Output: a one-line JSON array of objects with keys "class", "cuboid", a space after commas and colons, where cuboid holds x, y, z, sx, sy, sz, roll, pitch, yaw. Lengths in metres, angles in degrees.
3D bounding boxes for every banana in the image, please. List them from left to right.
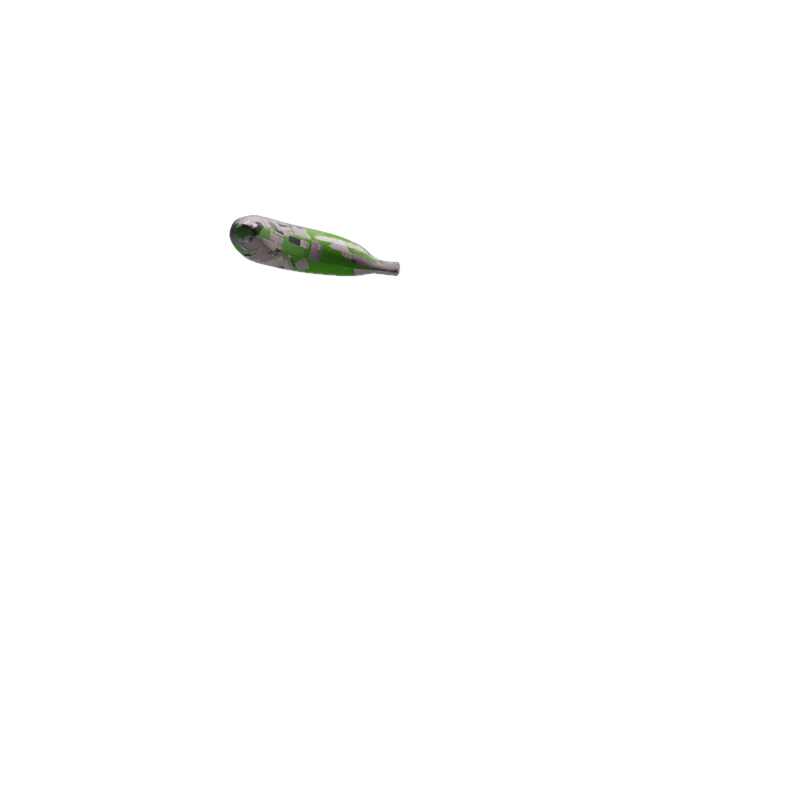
[{"class": "banana", "cuboid": [-0.082, -0.126, 0.902, 0.072, 0.037, 0.189, -3, -3, 38]}]
